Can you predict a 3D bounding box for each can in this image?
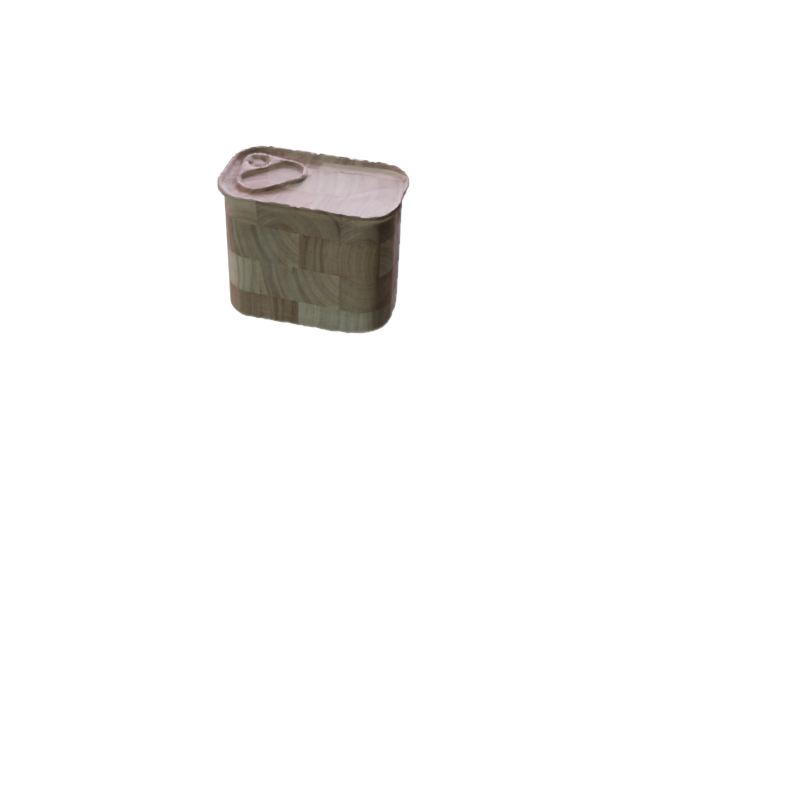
[{"bbox_3d":[-0.049,-0.089,0.626,0.104,0.078,0.060,11,40,11],"label":"can"}]
